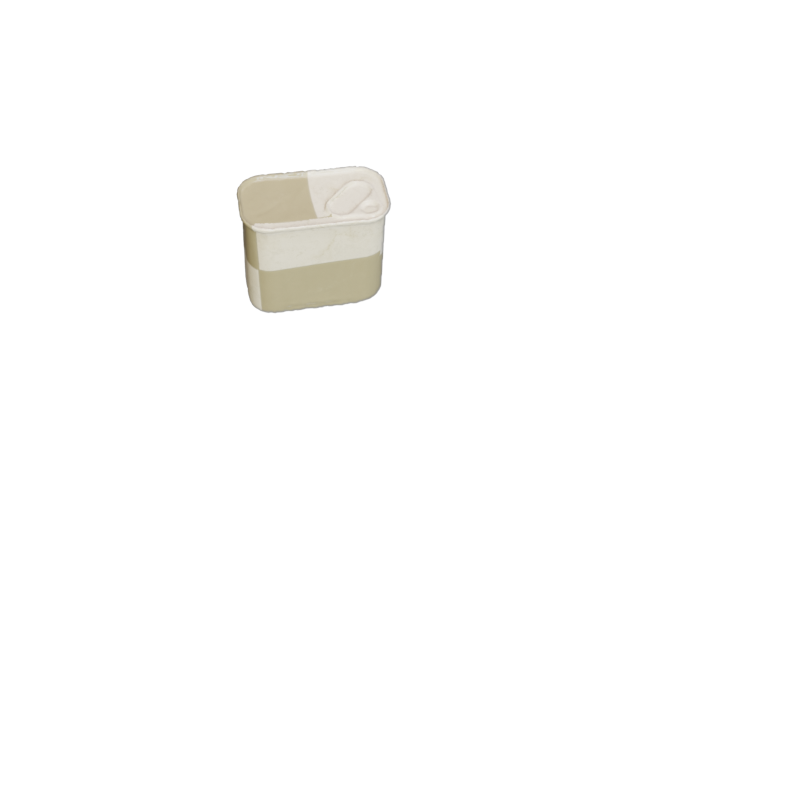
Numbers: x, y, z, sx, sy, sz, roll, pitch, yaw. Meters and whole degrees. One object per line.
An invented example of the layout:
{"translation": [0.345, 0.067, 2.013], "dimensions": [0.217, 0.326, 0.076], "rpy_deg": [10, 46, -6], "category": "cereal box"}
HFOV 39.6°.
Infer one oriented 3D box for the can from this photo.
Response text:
{"translation": [-0.060, -0.110, 0.773], "dimensions": [0.101, 0.062, 0.078], "rpy_deg": [-7, -42, -8], "category": "can"}
